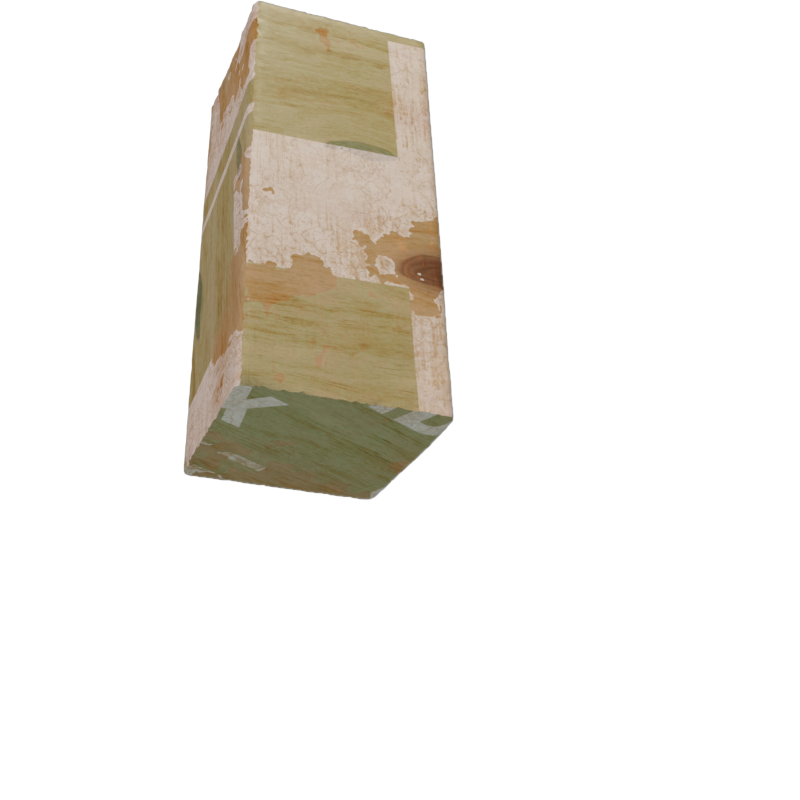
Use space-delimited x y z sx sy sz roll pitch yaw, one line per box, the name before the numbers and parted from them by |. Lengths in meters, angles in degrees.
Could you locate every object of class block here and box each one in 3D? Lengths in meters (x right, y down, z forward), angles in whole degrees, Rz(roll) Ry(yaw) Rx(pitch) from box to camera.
block | -0.040 -0.073 0.511 0.088 0.220 0.087 10 -34 -19
